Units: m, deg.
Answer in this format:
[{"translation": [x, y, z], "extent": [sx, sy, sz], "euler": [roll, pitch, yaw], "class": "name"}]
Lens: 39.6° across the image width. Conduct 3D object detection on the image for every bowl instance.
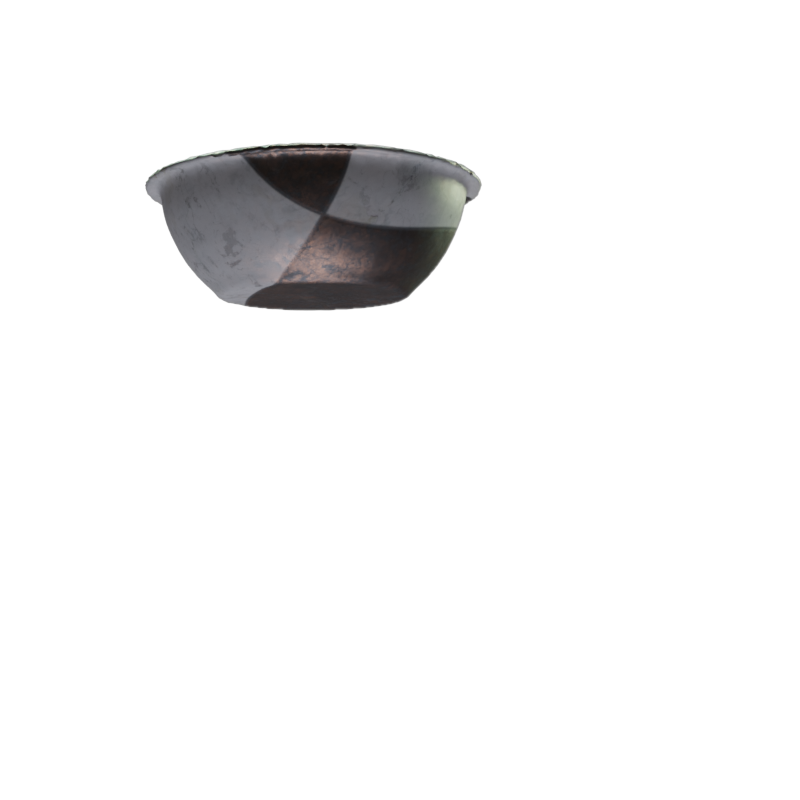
[{"translation": [-0.042, -0.076, 0.533], "extent": [0.162, 0.056, 0.159], "euler": [0, -4, -2], "class": "bowl"}]
